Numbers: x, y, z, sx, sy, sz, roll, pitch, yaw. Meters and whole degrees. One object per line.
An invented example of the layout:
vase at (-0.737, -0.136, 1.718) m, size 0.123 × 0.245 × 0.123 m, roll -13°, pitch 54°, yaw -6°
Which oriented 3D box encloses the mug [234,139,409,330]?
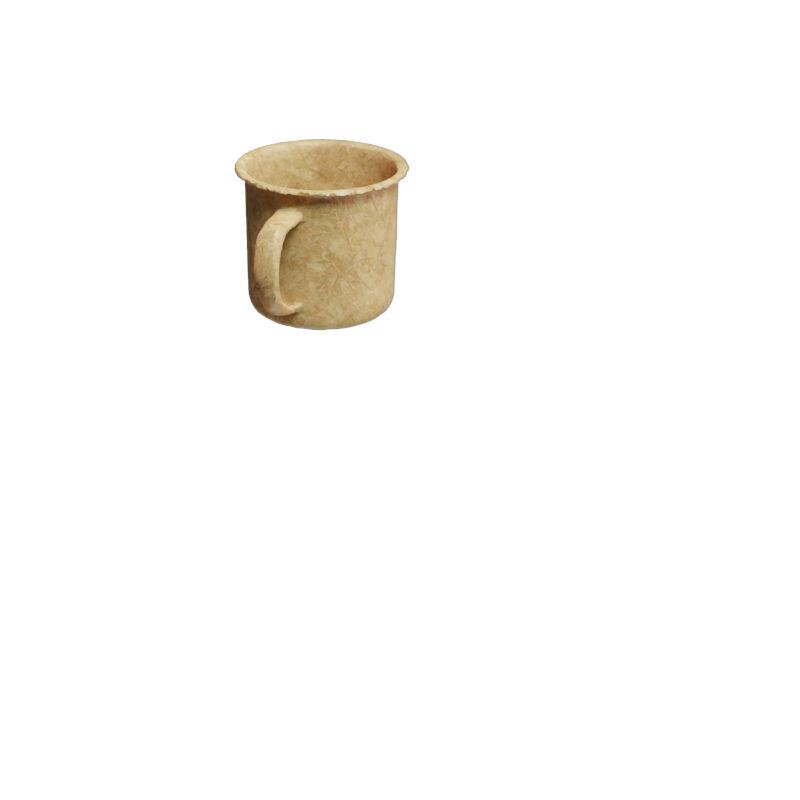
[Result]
mug at (-0.047, -0.085, 0.595) m, size 0.096 × 0.077 × 0.120 m, roll 9°, pitch 28°, yaw 16°
